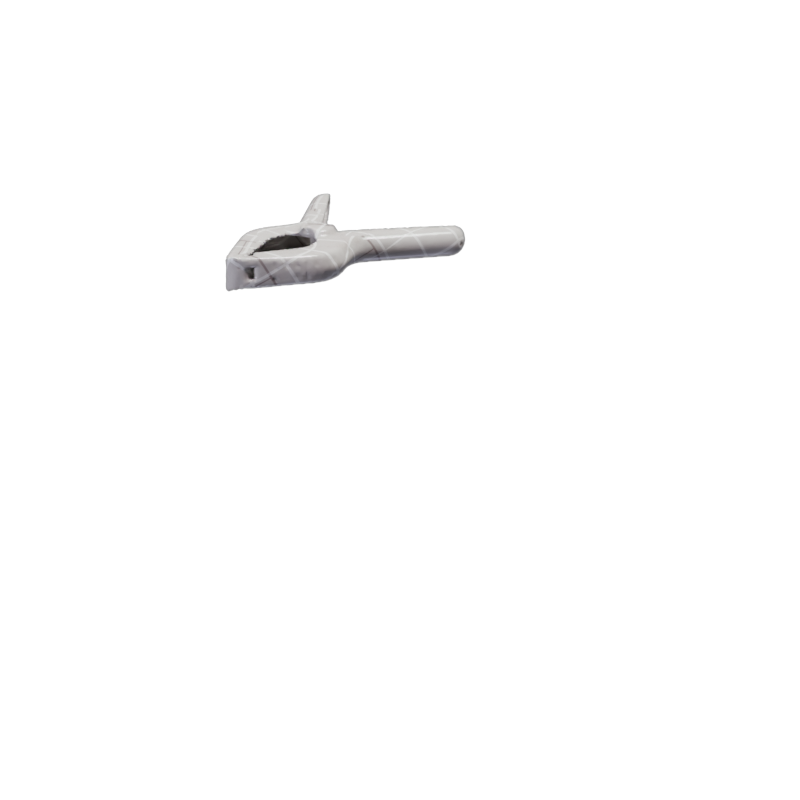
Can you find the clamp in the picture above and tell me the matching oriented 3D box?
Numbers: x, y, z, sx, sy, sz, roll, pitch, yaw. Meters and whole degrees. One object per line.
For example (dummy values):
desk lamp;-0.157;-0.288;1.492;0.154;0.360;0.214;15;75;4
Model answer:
clamp;-0.073;-0.133;0.929;0.207;0.035;0.175;-21;32;-39
